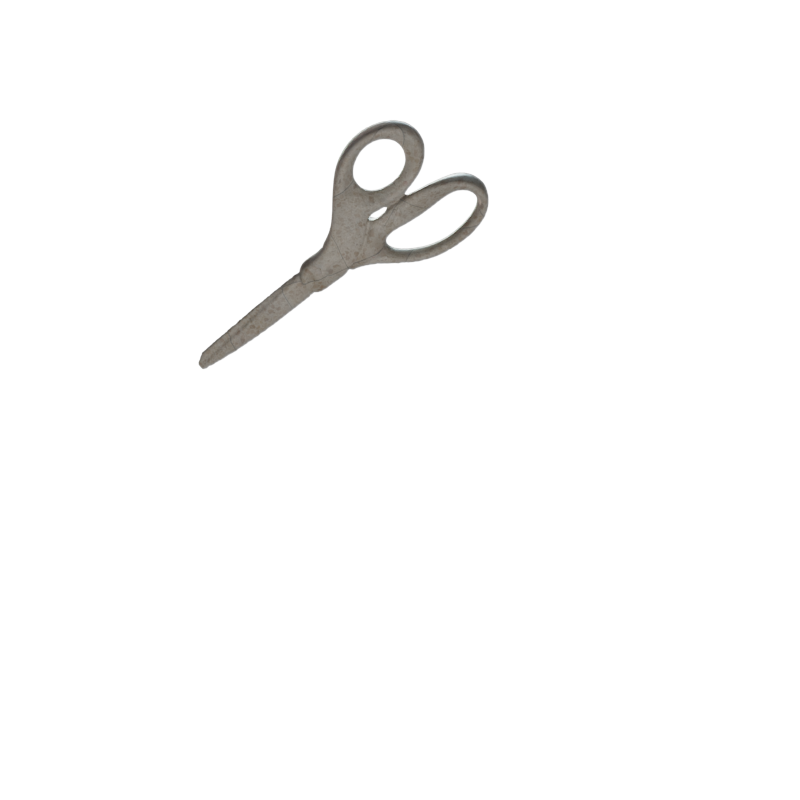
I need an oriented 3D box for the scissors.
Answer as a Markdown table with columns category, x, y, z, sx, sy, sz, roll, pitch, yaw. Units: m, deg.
| category | x | y | z | sx | sy | sz | roll | pitch | yaw |
| --- | --- | --- | --- | --- | --- | --- | --- | --- | --- |
| scissors | -0.050 | -0.090 | 0.633 | 0.202 | 0.090 | 0.017 | -22 | 28 | 13 |
